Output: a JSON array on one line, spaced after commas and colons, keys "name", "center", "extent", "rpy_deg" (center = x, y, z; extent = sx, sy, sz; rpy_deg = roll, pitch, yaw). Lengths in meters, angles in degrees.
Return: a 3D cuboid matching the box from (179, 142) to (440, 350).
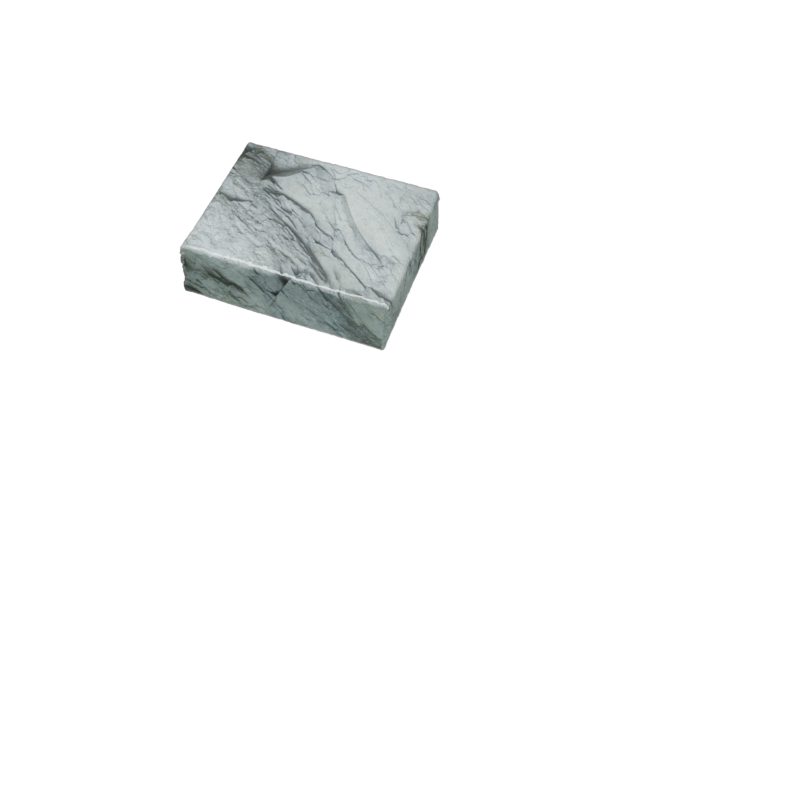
[{"name": "box", "center": [-0.045, -0.083, 0.578], "extent": [0.116, 0.094, 0.036], "rpy_deg": [14, -41, 13]}]
